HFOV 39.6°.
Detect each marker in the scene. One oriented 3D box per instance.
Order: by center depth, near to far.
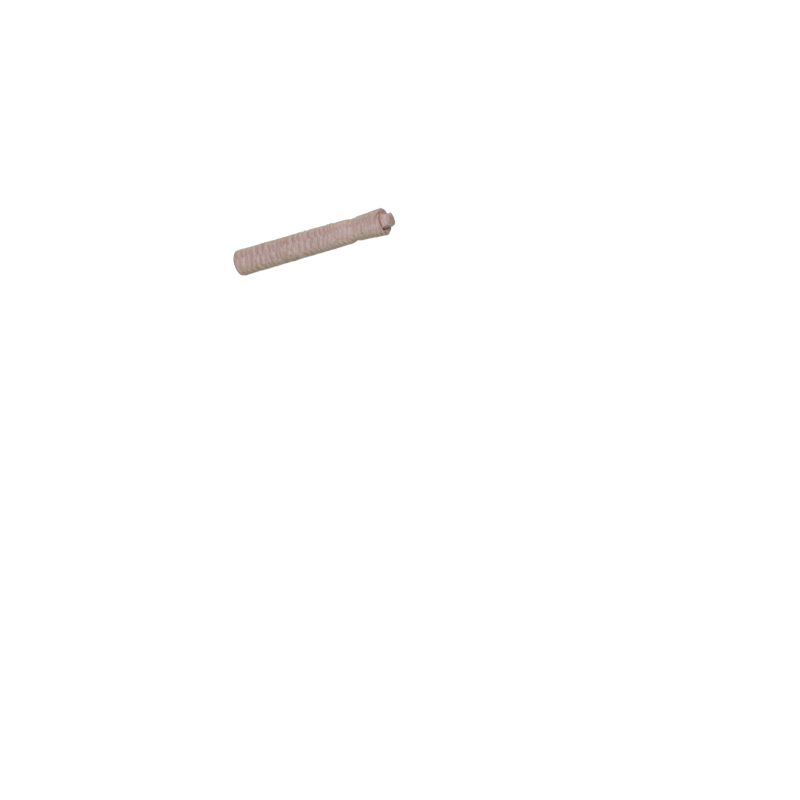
[{"bbox_3d":[-0.059,-0.108,0.755,0.123,0.020,0.019,-12,-2,27],"label":"marker"}]
